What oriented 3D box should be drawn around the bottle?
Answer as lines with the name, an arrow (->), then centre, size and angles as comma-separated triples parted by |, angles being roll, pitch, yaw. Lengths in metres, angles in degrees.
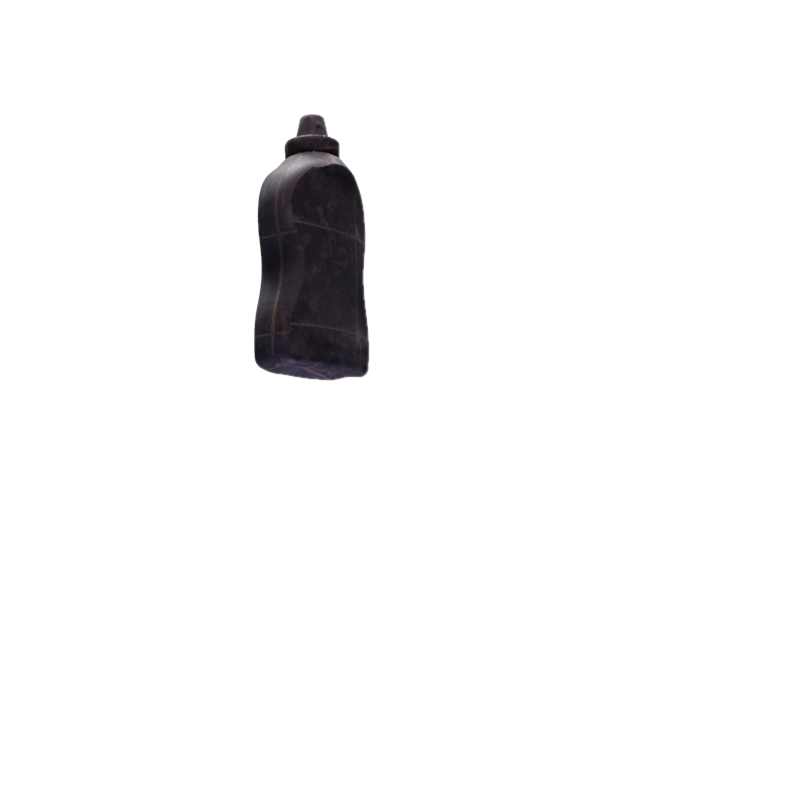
bottle -> -0.063, -0.114, 0.802 | 0.060, 0.198, 0.091 | -12, -17, 37
